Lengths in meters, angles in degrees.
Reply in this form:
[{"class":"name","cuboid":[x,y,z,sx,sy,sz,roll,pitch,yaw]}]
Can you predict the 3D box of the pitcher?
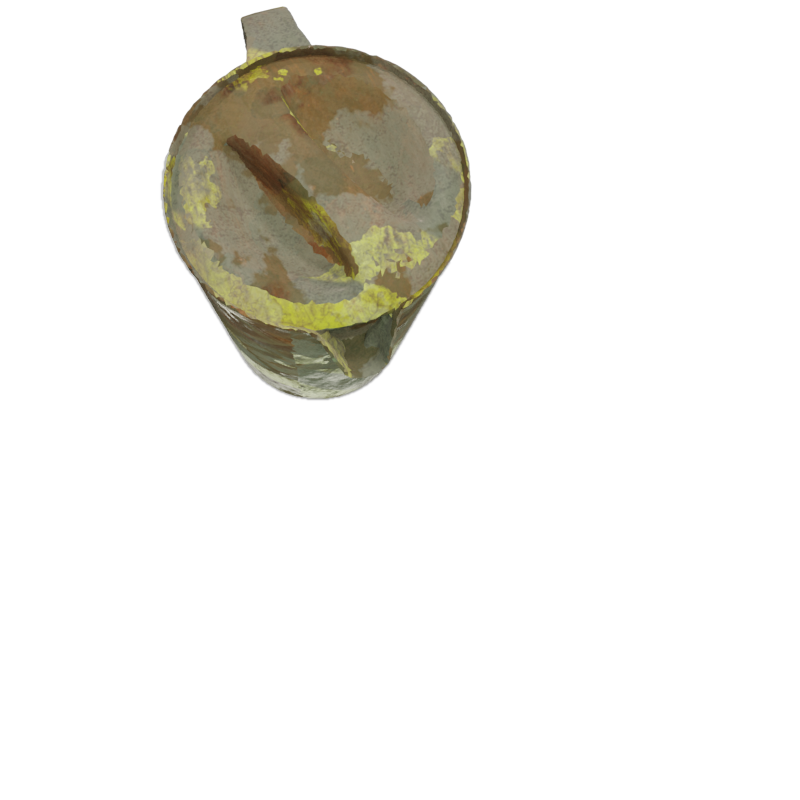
[{"class":"pitcher","cuboid":[-0.046,-0.084,0.588,0.147,0.152,0.235,28,-13,3]}]
